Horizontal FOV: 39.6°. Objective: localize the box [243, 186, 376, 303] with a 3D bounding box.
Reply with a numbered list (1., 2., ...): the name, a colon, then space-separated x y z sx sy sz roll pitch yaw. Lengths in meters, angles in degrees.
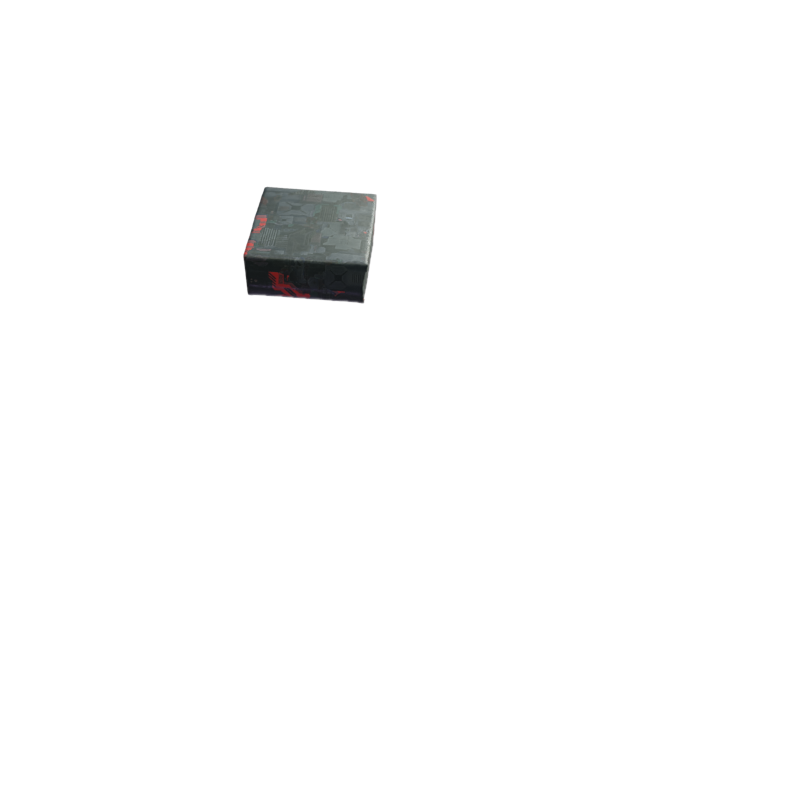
1. box: -0.066 -0.119 0.835 0.090 0.036 0.121 2 37 3
